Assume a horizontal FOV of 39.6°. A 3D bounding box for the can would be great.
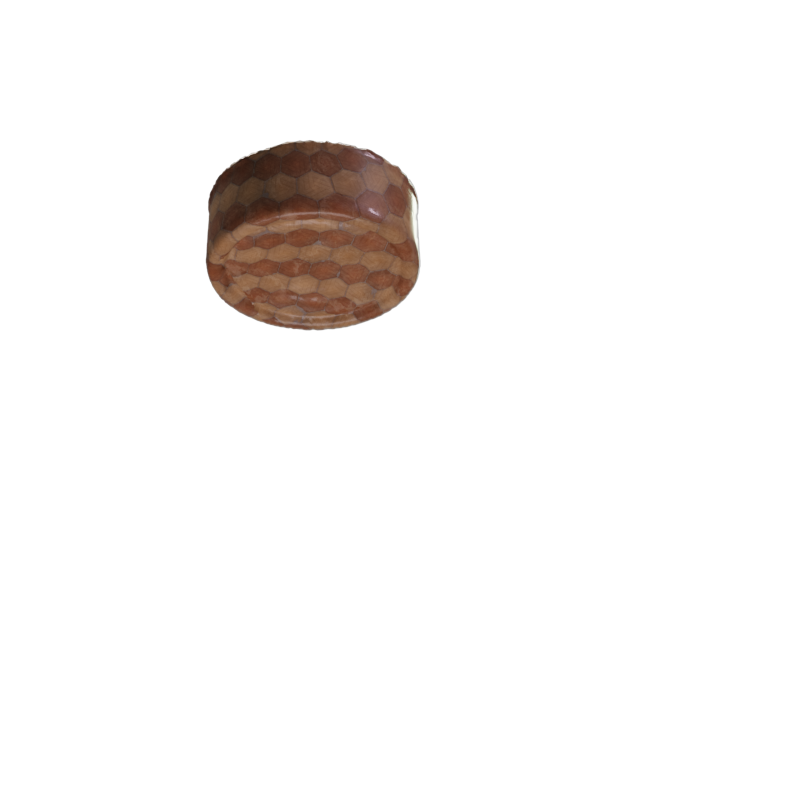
[{"bbox_3d":[-0.035,-0.063,0.443,0.086,0.036,0.080,1,-31,-2],"label":"can"}]
